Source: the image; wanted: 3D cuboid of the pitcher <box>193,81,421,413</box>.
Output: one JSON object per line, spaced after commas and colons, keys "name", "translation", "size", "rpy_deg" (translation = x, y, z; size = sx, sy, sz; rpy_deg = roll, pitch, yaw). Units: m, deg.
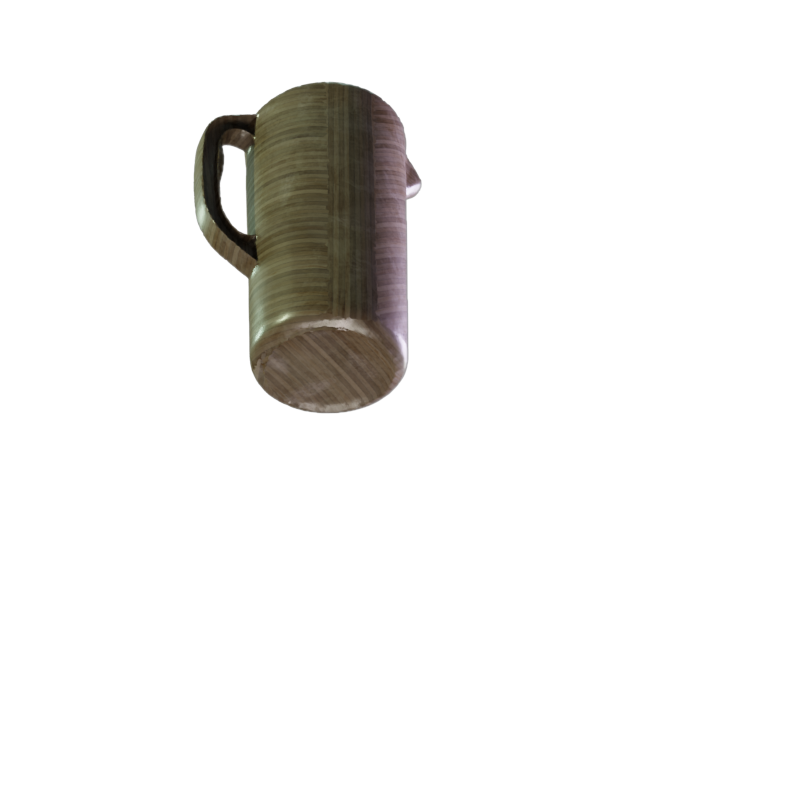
{"name": "pitcher", "translation": [-0.065, -0.118, 0.825], "size": [0.150, 0.261, 0.134], "rpy_deg": [-15, -43, 13]}
